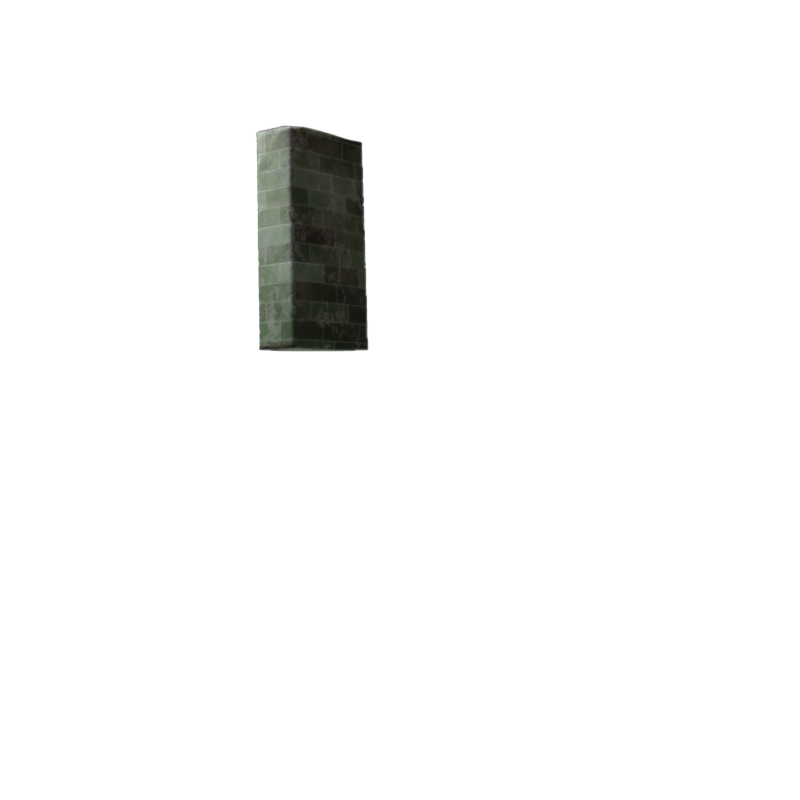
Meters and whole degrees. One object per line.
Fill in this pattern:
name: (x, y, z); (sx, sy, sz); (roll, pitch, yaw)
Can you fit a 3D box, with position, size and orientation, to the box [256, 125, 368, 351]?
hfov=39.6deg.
box: (-0.070, -0.128, 0.895); (0.050, 0.179, 0.089); (-5, -7, 39)
